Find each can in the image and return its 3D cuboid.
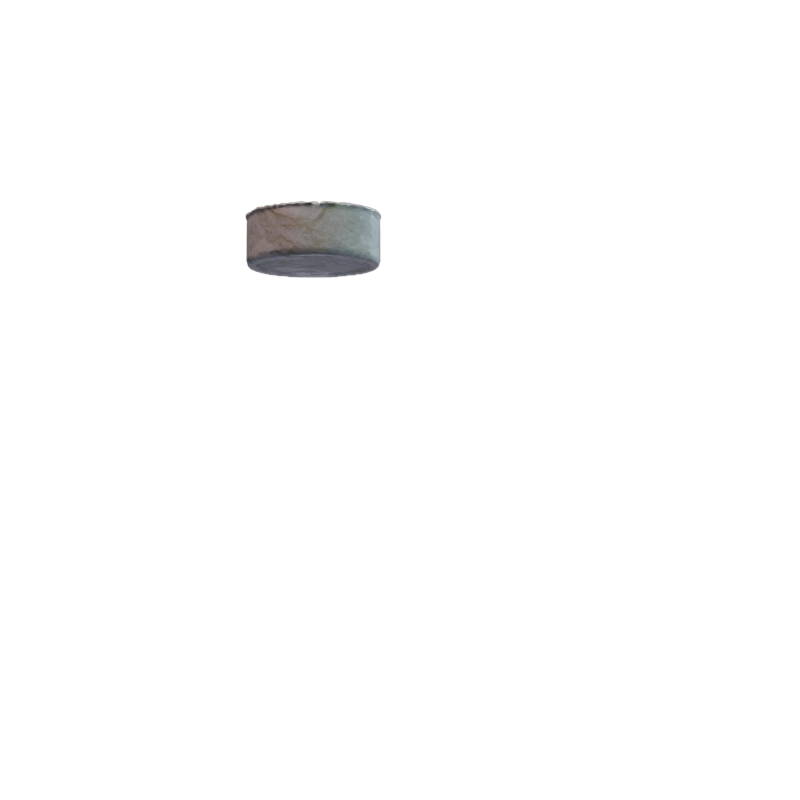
[{"bbox_3d":[-0.055,-0.100,0.699,0.086,0.034,0.084,0,-4,-2],"label":"can"}]
